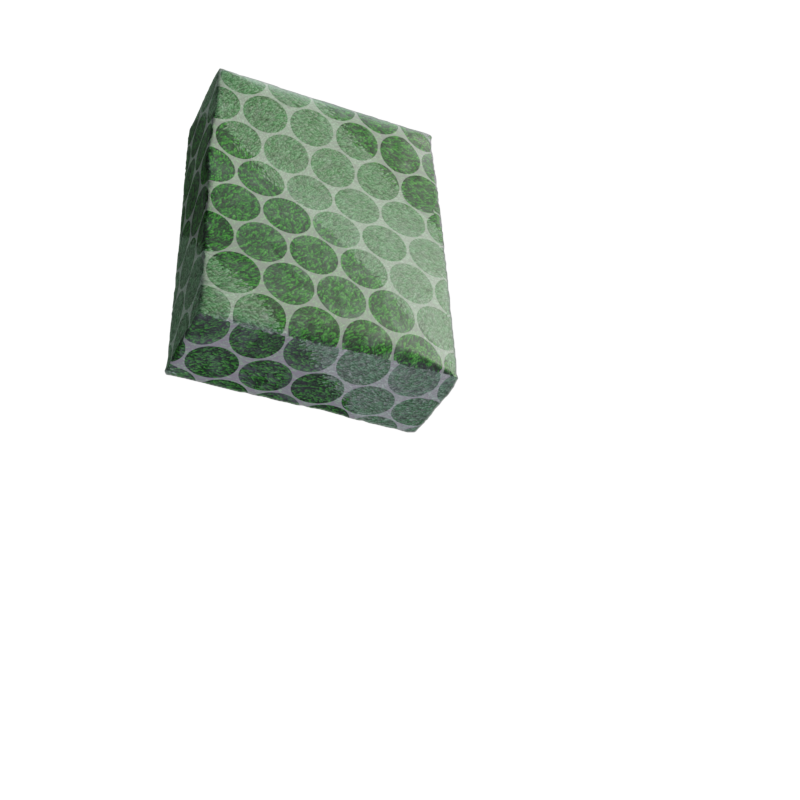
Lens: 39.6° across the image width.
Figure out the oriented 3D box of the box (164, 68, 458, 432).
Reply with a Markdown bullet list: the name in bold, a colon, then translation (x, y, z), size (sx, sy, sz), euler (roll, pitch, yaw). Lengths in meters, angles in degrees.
- **box**: translation (-0.055, -0.101, 0.706), size (0.159, 0.229, 0.069), euler (13, -41, -19)
